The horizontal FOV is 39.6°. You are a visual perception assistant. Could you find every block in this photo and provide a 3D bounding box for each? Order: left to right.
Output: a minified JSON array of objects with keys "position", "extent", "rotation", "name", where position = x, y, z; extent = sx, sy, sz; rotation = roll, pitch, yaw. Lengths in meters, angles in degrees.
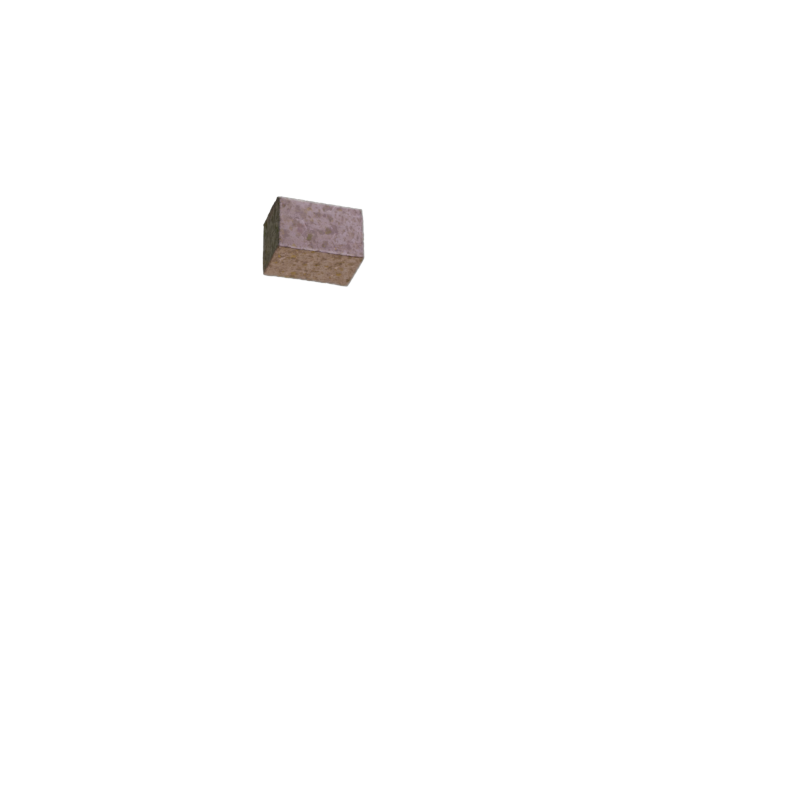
[{"position":[-0.074,-0.136,0.951],"extent":[0.076,0.054,0.051],"rotation":[8,-28,-16],"name":"block"}]
